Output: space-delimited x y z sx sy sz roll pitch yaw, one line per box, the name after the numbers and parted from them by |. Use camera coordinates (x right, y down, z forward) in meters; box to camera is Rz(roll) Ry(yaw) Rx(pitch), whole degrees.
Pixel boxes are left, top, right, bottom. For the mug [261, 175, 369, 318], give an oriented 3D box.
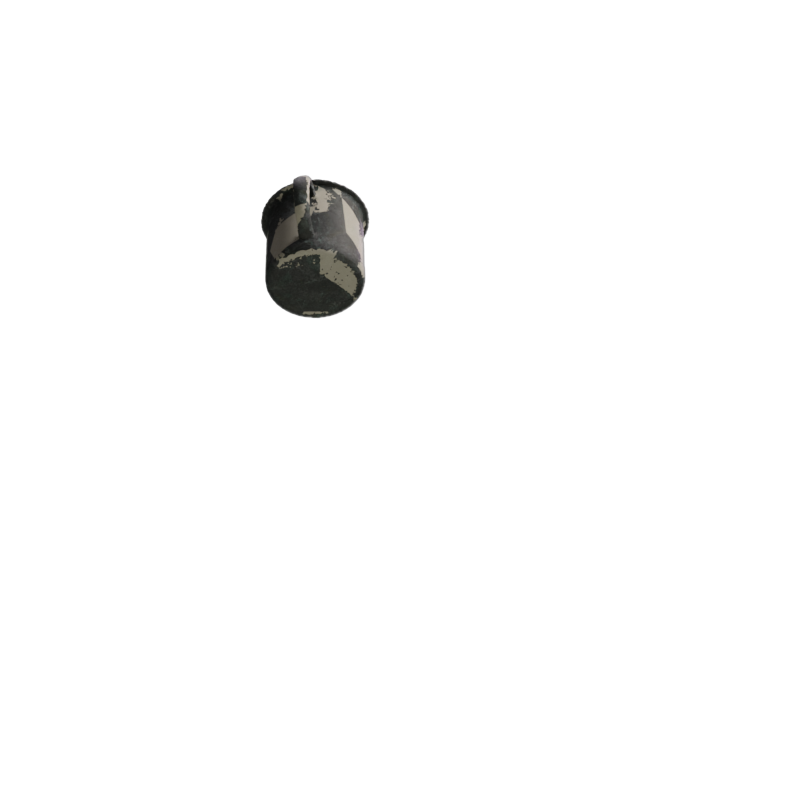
-0.072 -0.131 0.917 0.093 0.087 0.108 -5 -44 3 | mug
